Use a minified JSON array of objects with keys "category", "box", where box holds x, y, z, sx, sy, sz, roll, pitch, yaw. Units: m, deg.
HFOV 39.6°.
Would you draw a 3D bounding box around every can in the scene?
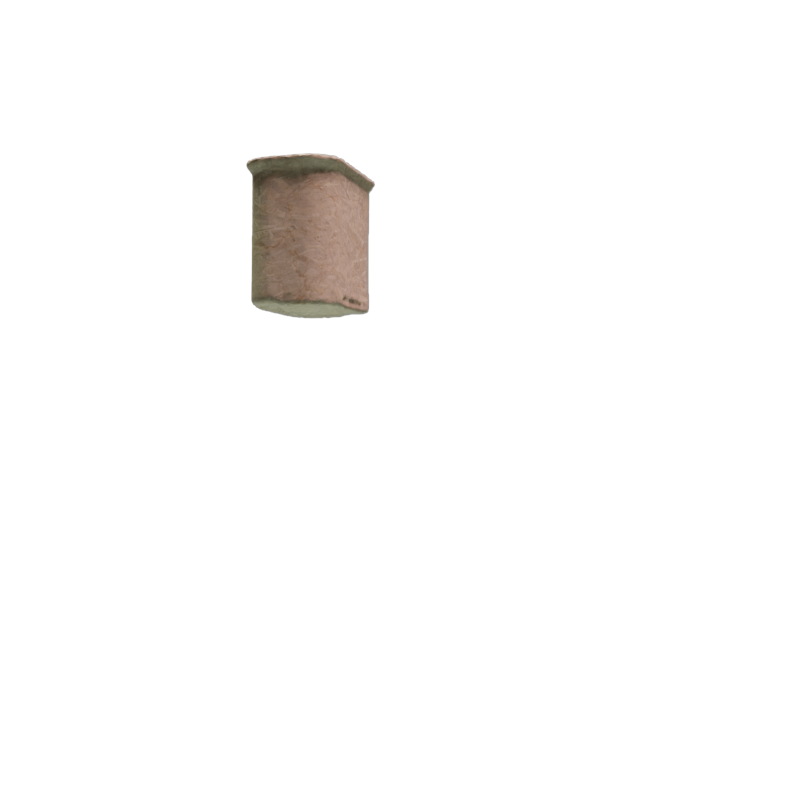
[{"category":"can","box":[-0.051,-0.094,0.656,0.059,0.085,0.099,-2,-4,15]}]
